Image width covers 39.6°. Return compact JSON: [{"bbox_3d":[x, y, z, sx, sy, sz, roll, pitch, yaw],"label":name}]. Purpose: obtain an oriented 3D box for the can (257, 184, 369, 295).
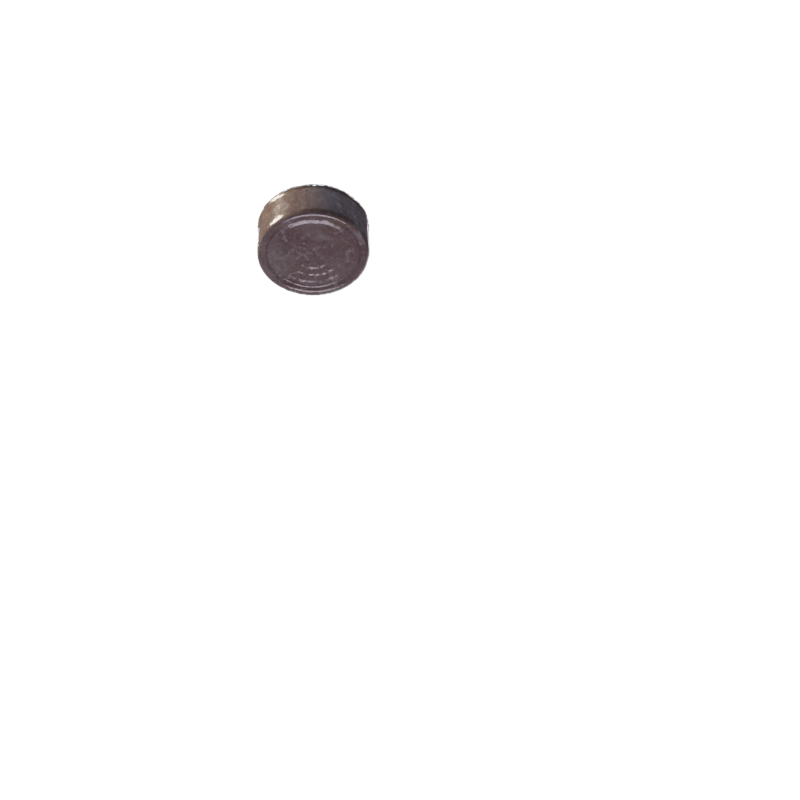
[{"bbox_3d":[-0.066,-0.120,0.842,0.086,0.080,0.036,1,45,-1],"label":"can"}]
